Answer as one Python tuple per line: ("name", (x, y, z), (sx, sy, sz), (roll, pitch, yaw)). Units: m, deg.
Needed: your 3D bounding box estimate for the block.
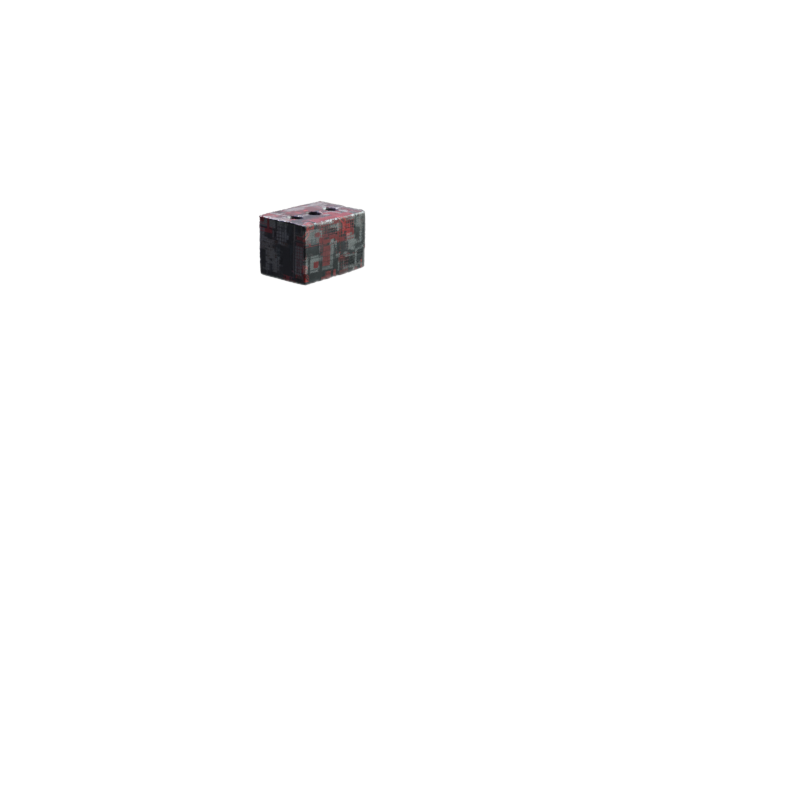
("block", (-0.072, -0.132, 0.925), (0.056, 0.049, 0.077), (15, 25, 37))
